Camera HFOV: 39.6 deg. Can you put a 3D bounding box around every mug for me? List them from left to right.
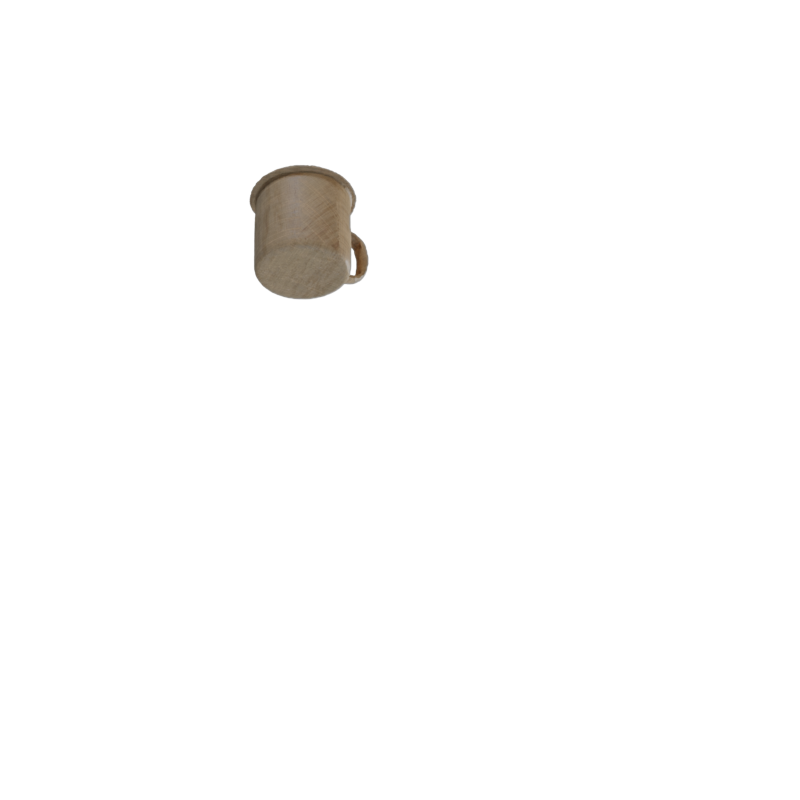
[{"bbox_3d":[-0.074,-0.136,0.950,0.110,0.087,0.093,26,-43,-35],"label":"mug"}]
